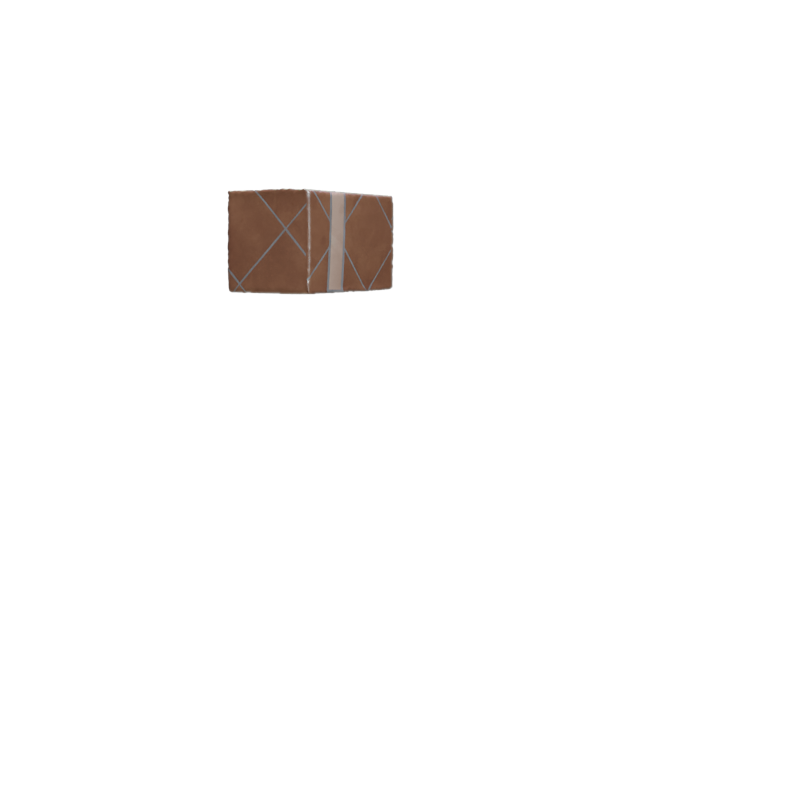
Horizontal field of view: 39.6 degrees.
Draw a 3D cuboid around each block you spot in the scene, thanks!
[{"bbox_3d":[-0.045,-0.081,0.571,0.055,0.051,0.075,2,6,33],"label":"block"}]
